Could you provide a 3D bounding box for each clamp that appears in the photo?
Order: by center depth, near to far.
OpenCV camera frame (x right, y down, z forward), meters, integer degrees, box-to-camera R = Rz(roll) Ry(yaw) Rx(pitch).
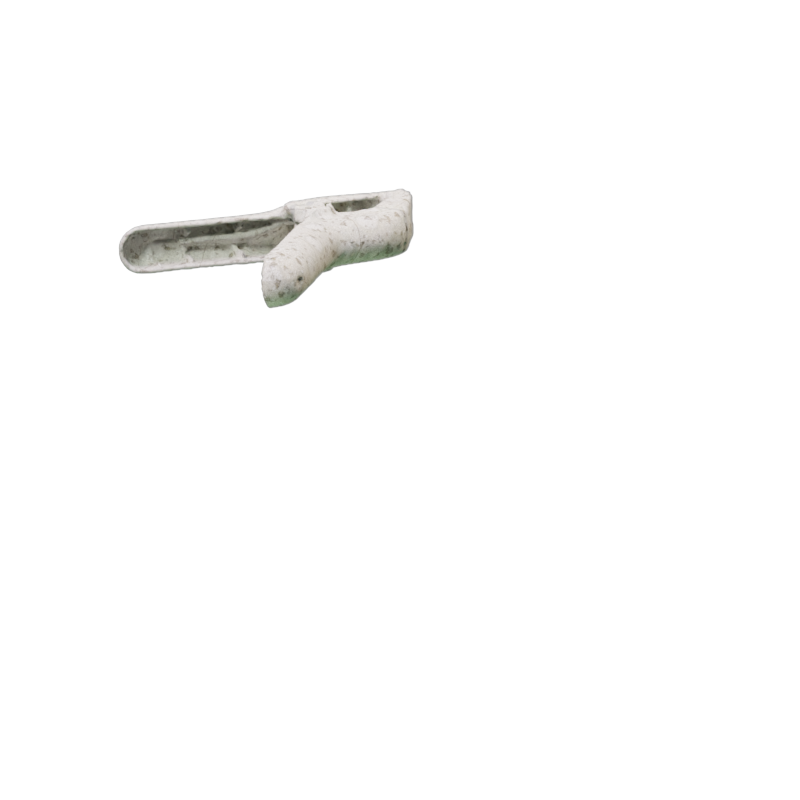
[{"bbox_3d":[-0.045,-0.082,0.575,0.169,0.037,0.128,-20,32,-35],"label":"clamp"}]
